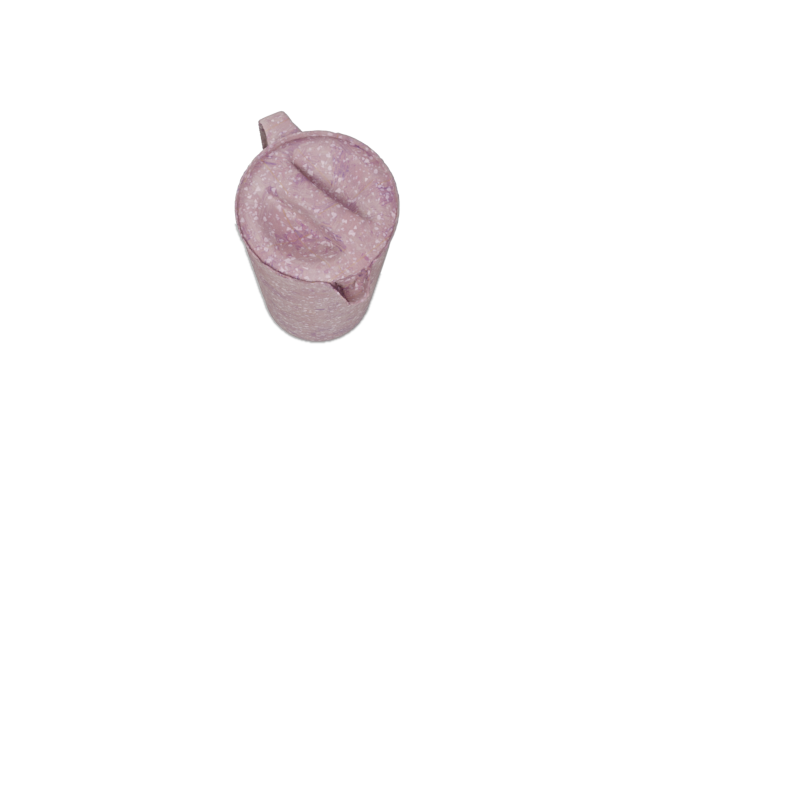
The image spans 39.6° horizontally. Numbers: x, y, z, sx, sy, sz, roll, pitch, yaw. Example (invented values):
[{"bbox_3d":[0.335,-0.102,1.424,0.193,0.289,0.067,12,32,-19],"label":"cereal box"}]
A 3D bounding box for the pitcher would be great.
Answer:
[{"bbox_3d":[-0.078,-0.143,1.000,0.146,0.154,0.234,19,-15,2],"label":"pitcher"}]
